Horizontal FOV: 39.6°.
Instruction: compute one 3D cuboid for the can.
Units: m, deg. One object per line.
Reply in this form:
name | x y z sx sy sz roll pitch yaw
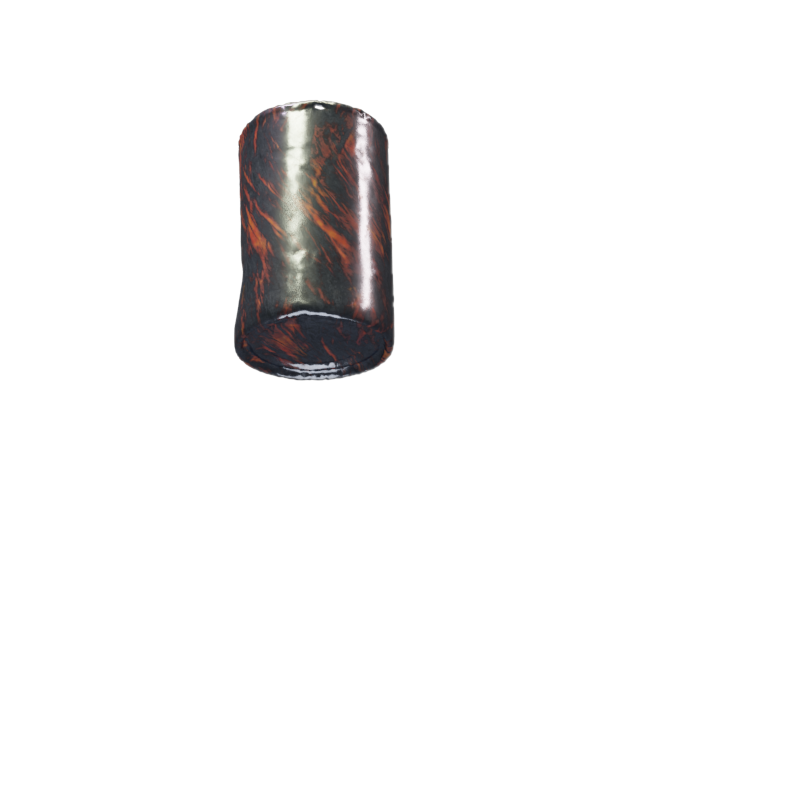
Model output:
can | -0.037 -0.068 0.476 0.068 0.108 0.065 0 -27 -2
